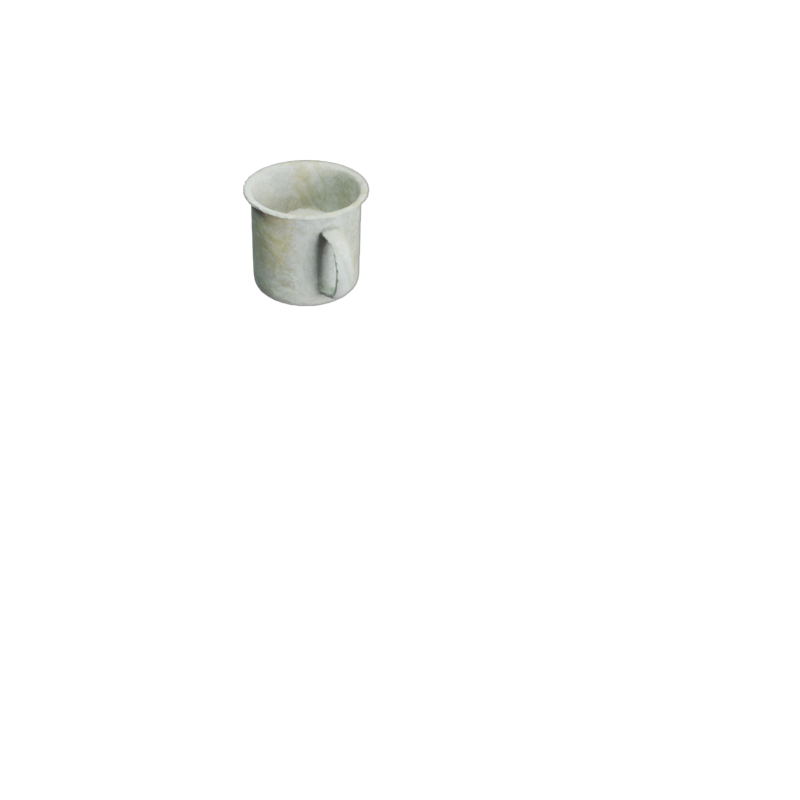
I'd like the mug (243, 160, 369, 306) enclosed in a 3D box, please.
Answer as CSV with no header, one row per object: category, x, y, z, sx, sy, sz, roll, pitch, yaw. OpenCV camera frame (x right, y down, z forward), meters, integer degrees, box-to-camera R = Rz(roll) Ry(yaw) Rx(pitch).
mug,-0.065,-0.118,0.825,0.092,0.076,0.126,-16,38,-24
